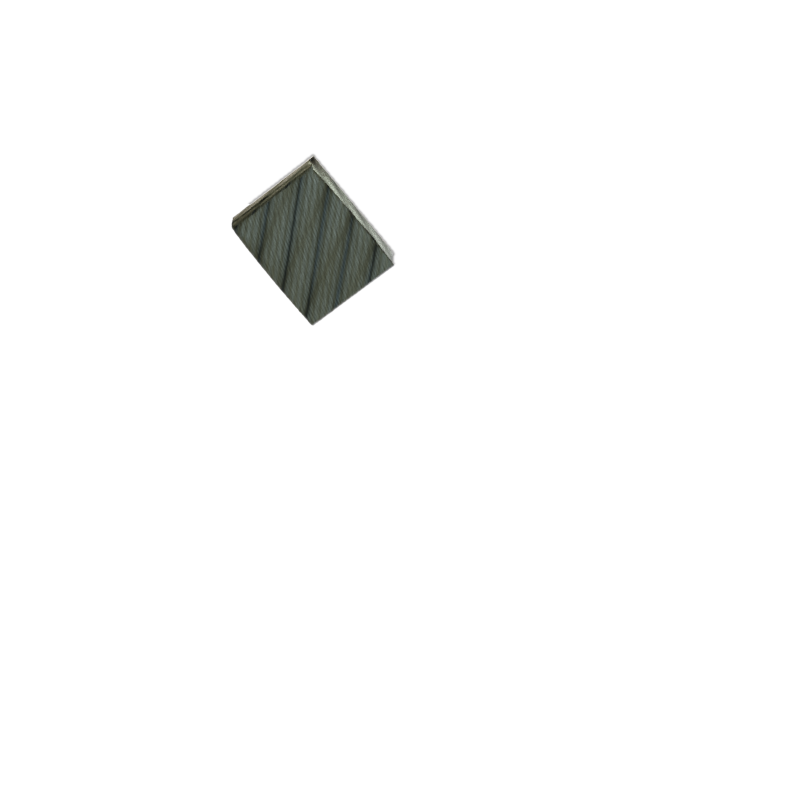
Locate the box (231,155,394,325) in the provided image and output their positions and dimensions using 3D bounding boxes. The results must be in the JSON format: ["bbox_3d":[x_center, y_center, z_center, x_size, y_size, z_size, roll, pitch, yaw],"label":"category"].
[{"bbox_3d":[-0.073,-0.132,0.925,0.089,0.109,0.041,-36,17,12],"label":"box"}]
